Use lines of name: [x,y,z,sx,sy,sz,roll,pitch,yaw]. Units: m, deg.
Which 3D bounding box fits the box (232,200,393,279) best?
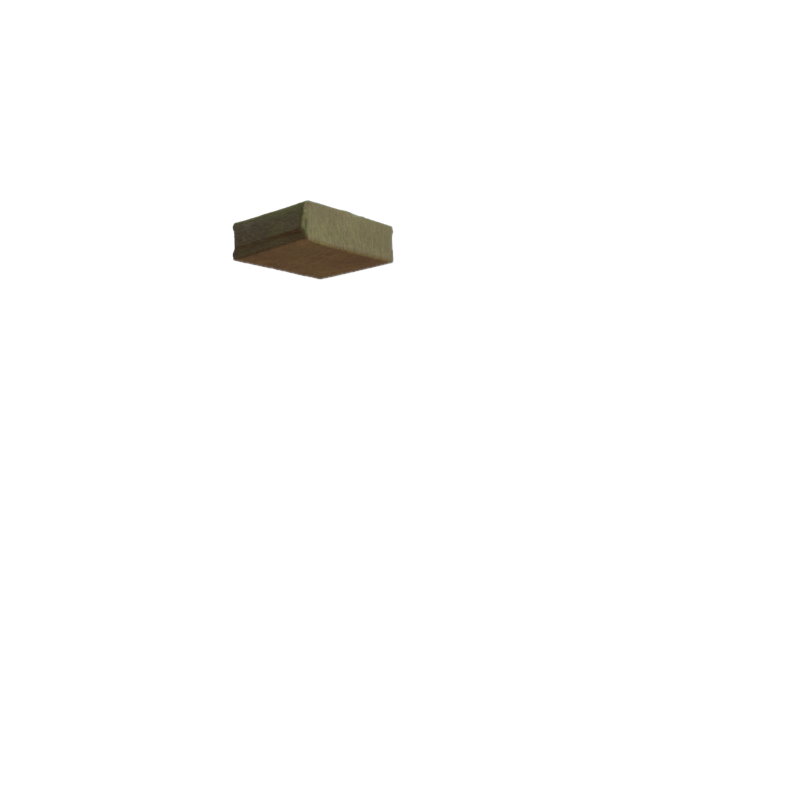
box: [-0.060,-0.110,0.769,0.075,0.031,0.085,-9,-13,43]
